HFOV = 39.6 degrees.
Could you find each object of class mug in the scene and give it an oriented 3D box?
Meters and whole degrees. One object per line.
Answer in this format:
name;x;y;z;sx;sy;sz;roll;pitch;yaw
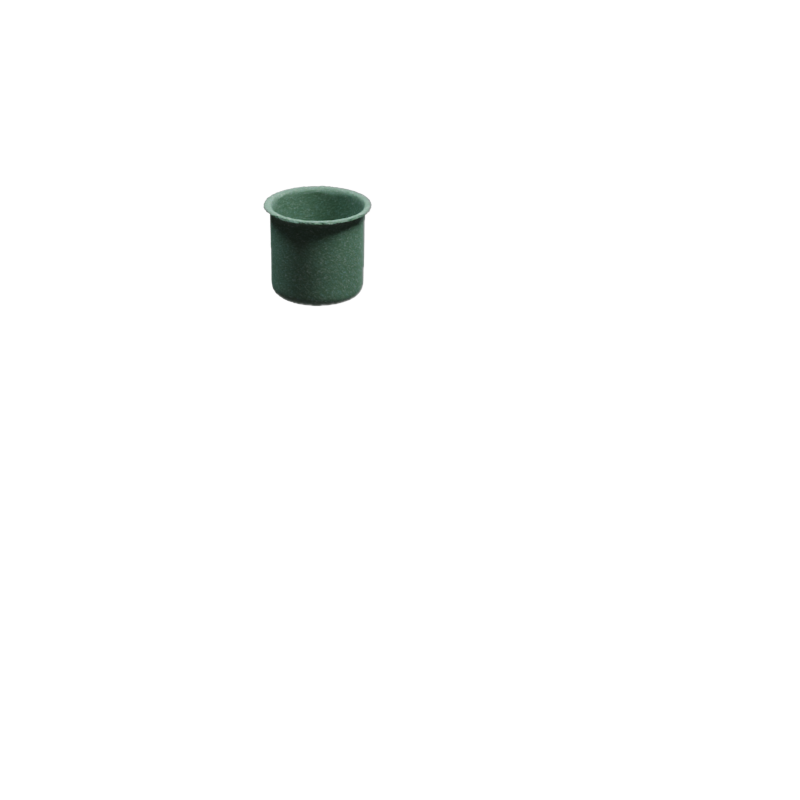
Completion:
mug;-0.077;-0.140;0.979;0.092;0.077;0.126;-9;29;-18
